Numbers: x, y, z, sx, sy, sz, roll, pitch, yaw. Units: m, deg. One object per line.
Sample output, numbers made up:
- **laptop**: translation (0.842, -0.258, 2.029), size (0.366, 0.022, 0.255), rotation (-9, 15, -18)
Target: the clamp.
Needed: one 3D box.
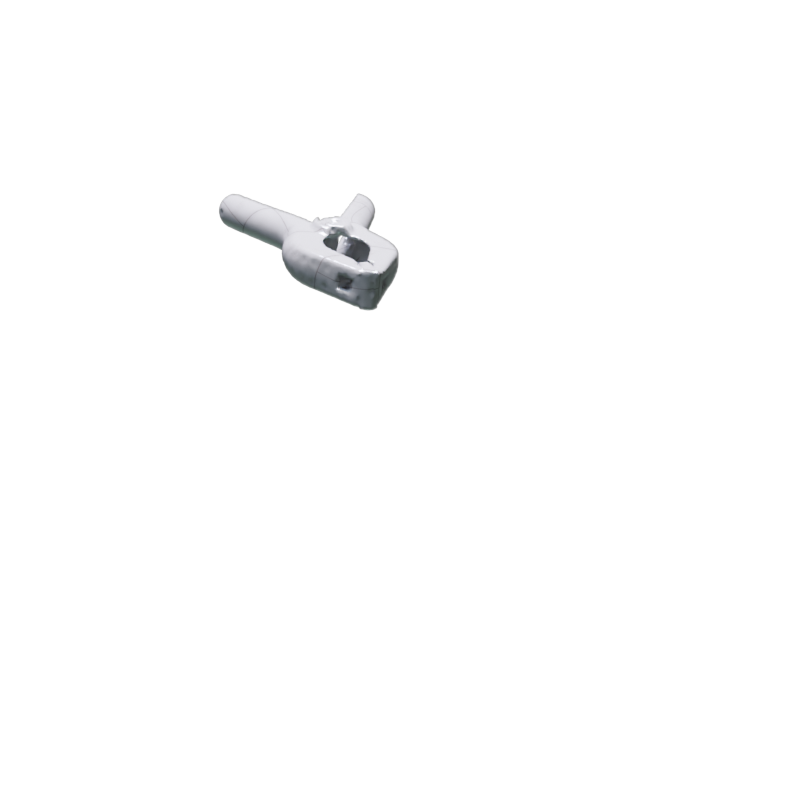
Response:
- **clamp**: translation (-0.061, -0.110, 0.773), size (0.119, 0.037, 0.182), rotation (-5, 26, -12)
